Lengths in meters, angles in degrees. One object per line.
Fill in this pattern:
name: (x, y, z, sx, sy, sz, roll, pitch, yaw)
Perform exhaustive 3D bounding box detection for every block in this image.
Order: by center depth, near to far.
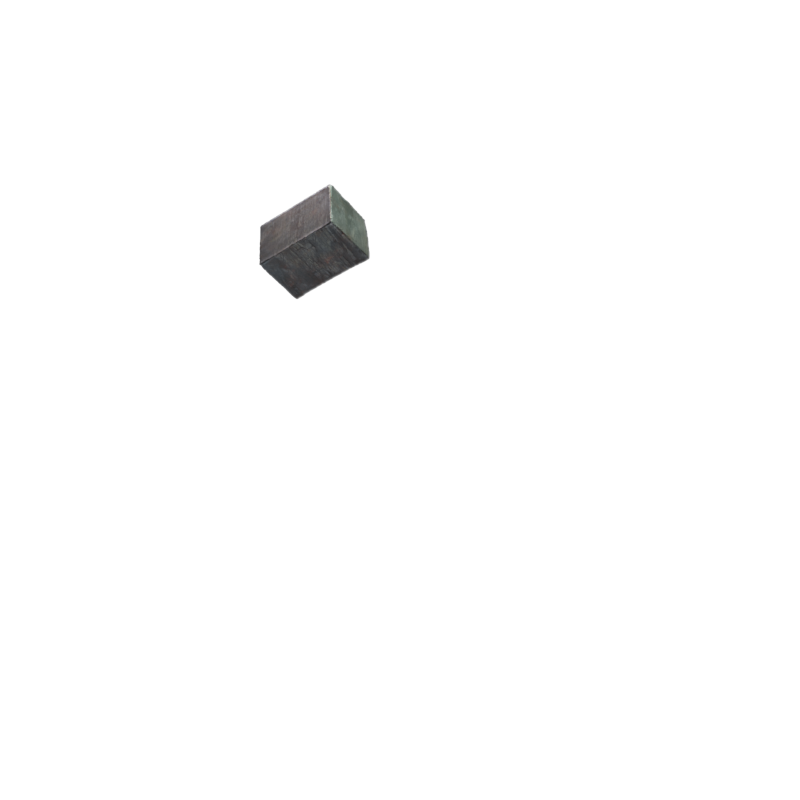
block: (-0.072, -0.132, 0.923, 0.078, 0.055, 0.049, -27, -49, 23)
